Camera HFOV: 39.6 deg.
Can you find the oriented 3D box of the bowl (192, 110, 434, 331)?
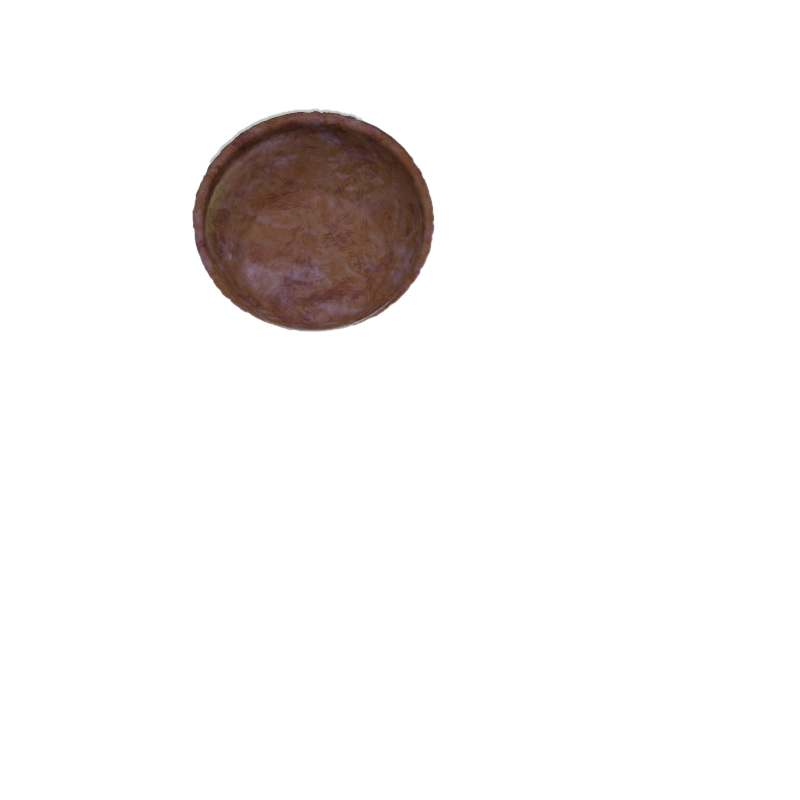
[{"bbox_3d":[-0.056,-0.103,0.718,0.162,0.153,0.058,1,27,-1],"label":"bowl"}]
